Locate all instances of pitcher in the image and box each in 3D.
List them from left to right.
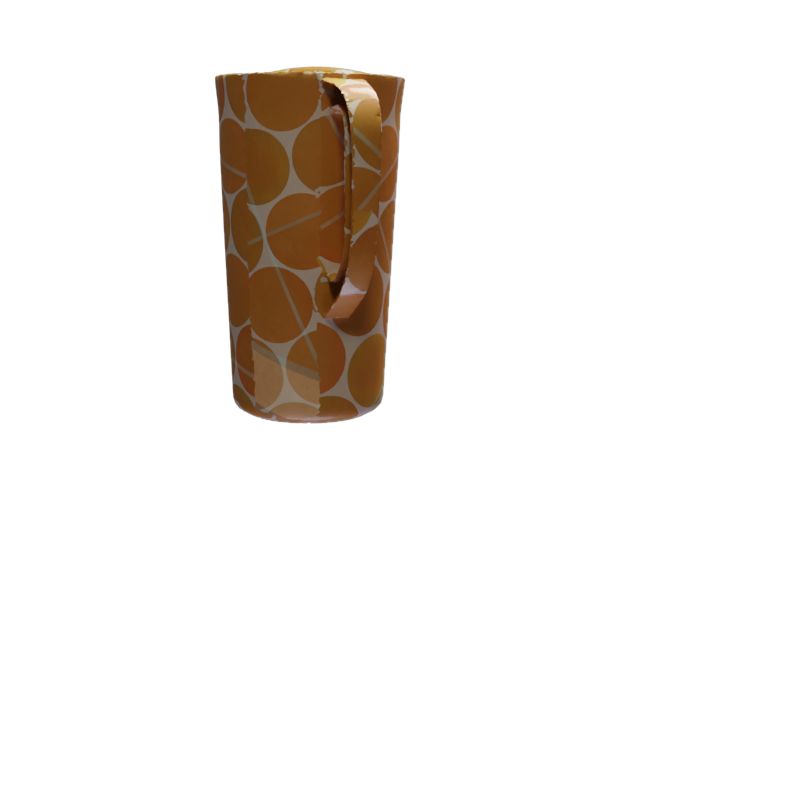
[{"bbox_3d":[-0.061,-0.111,0.775,0.149,0.240,0.147,3,7,21],"label":"pitcher"}]
